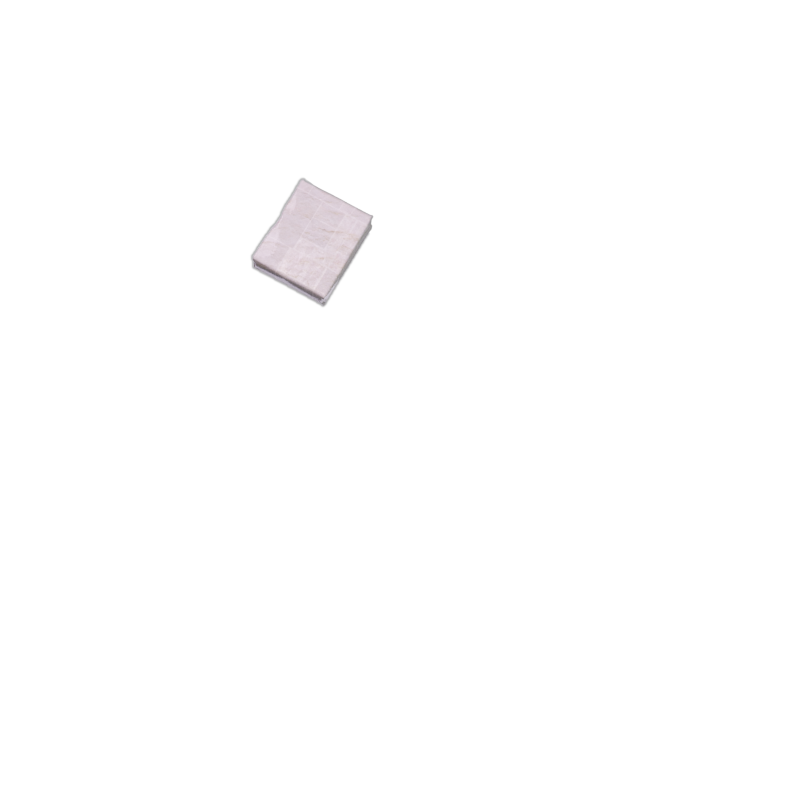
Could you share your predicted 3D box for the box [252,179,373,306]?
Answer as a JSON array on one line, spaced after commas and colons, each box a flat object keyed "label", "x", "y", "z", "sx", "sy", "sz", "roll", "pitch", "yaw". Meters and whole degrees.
[{"label": "box", "x": -0.076, "y": -0.138, "z": 0.966, "sx": 0.075, "sy": 0.091, "sz": 0.029, "roll": 28, "pitch": -18, "yaw": 9}]
